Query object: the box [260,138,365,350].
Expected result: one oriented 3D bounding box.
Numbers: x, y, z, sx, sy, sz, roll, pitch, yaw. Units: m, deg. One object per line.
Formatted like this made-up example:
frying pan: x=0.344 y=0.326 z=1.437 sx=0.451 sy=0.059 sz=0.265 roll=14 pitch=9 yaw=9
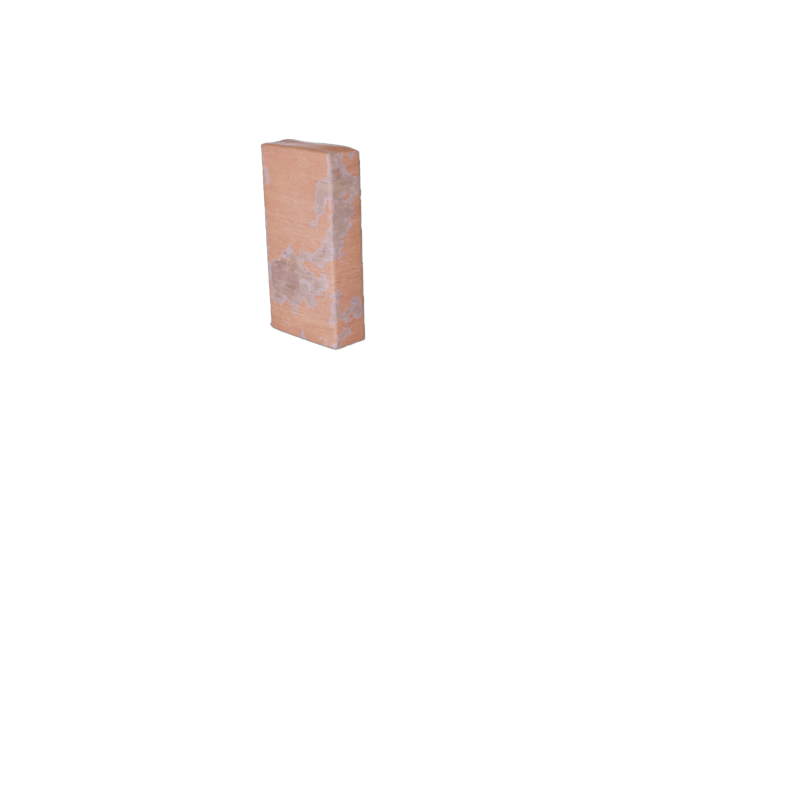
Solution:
box: x=-0.078 y=-0.142 z=0.996 sx=0.047 sy=0.170 sz=0.099 roll=-13 pitch=20 yaw=-43
